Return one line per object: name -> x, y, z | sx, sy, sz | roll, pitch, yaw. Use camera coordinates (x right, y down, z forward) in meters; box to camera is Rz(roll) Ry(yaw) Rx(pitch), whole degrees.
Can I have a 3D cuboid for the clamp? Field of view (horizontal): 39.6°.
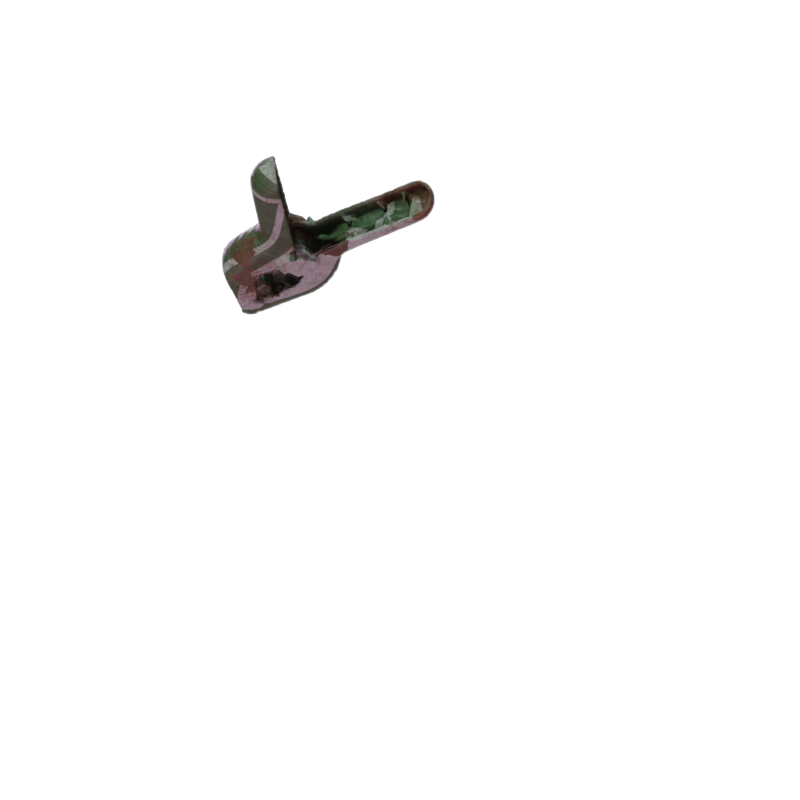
clamp -> -0.057, -0.103, 0.723 | 0.117, 0.041, 0.167 | 7, -22, -19
